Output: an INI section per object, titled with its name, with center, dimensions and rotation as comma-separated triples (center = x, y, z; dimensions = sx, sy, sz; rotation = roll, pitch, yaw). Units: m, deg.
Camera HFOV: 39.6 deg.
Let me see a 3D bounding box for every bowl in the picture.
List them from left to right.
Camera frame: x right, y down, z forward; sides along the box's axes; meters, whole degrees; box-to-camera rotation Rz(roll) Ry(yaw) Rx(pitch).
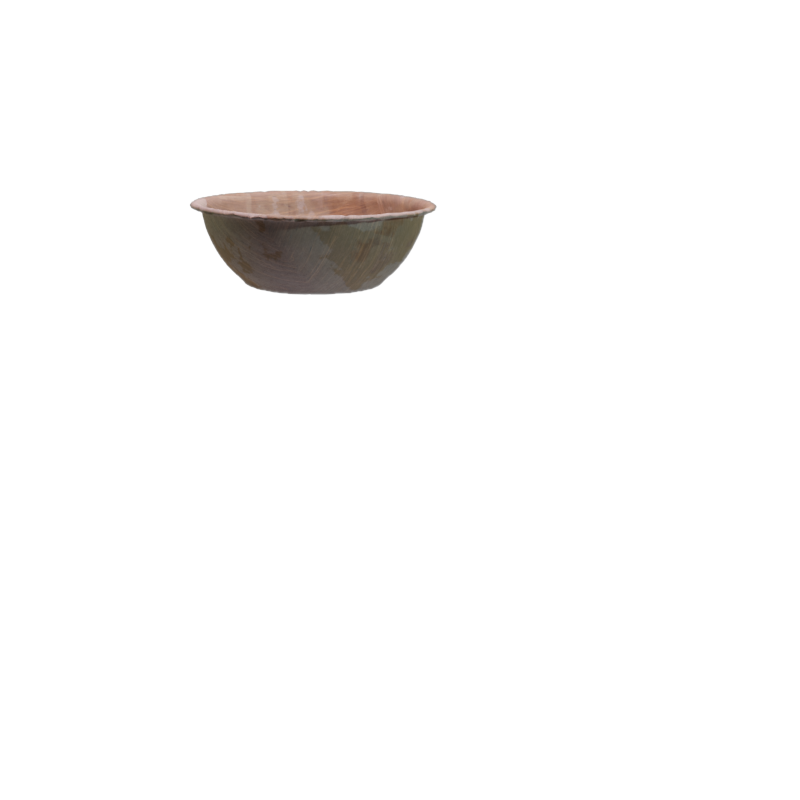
[bowl]
center = -0.058, -0.105, 0.735
dimensions = 0.162, 0.053, 0.167
rotation = 0, 15, -2
